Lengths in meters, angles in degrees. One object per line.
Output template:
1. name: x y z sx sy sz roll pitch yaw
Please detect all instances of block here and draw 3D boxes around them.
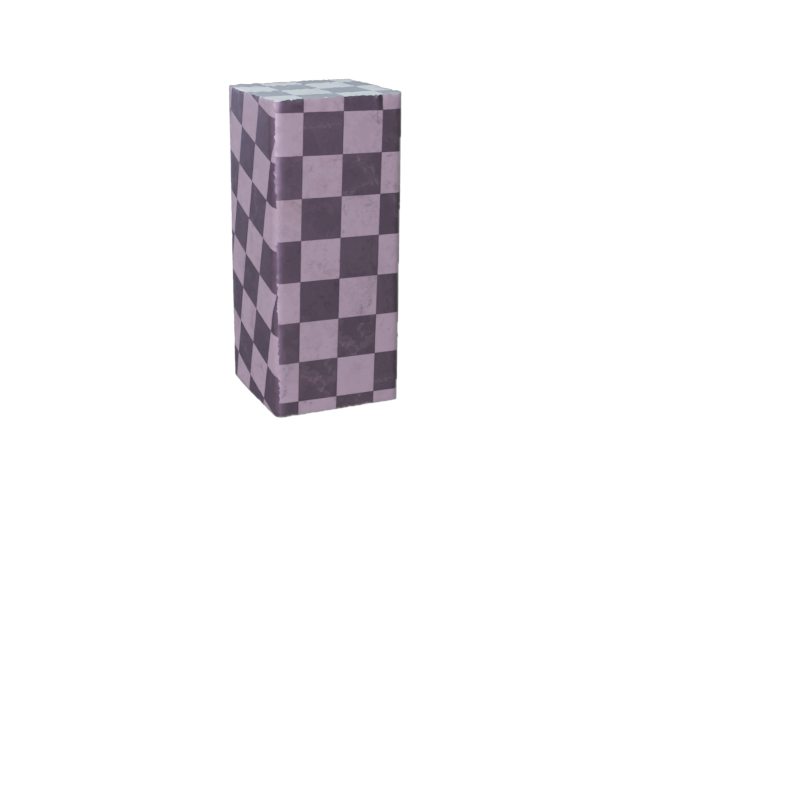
1. block: -0.058 -0.106 0.741 0.089 0.199 0.096 -6 18 -23
